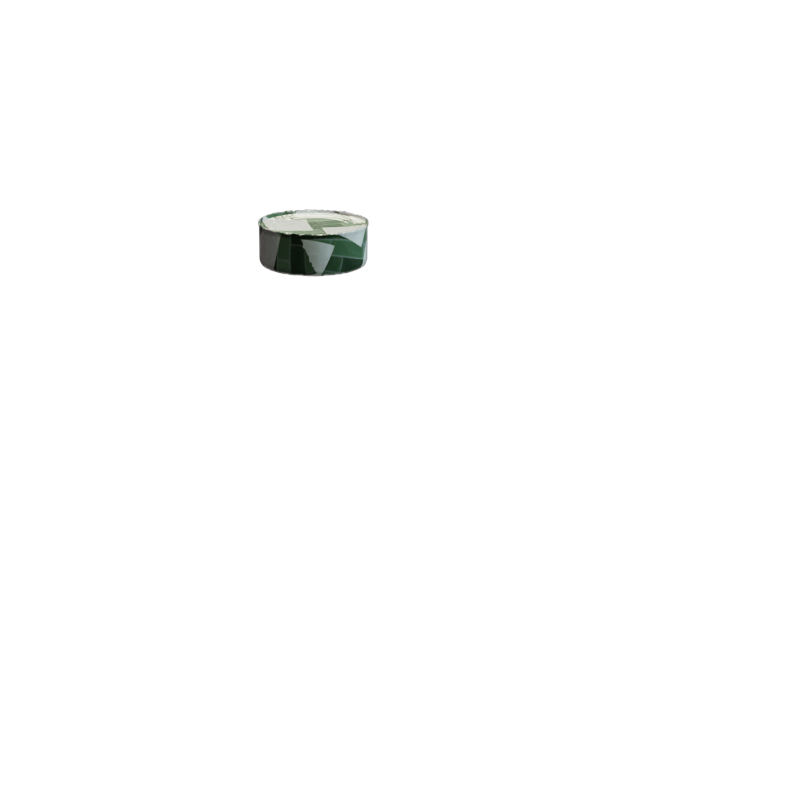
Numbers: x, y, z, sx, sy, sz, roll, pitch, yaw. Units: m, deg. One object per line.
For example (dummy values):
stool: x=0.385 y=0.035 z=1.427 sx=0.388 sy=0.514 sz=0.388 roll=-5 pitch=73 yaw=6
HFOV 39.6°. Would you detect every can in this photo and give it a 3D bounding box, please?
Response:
can: x=-0.067 y=-0.123 z=0.860 sx=0.086 sy=0.032 sz=0.090 roll=-1 pitch=21 yaw=-2
